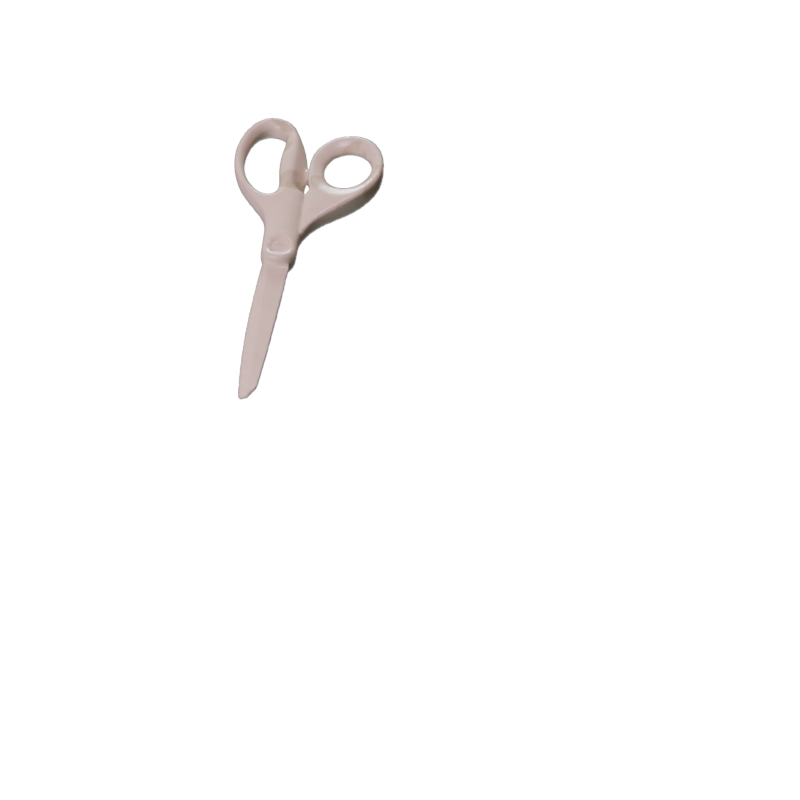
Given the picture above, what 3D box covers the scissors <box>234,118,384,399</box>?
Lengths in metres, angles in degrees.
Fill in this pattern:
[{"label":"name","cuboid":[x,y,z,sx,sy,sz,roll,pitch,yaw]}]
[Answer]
[{"label":"scissors","cuboid":[-0.047,-0.086,0.605,0.096,0.218,0.015,-7,-40,-6]}]
